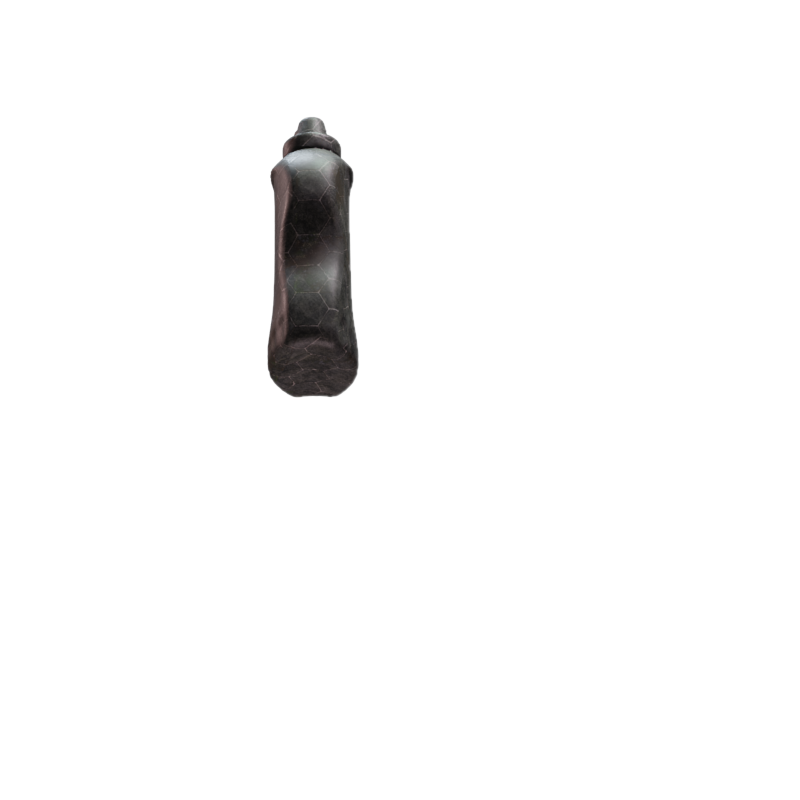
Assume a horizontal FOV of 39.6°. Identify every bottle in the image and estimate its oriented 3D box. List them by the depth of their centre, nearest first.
[{"bbox_3d":[-0.059,-0.106,0.742,0.058,0.203,0.090,-2,-26,0],"label":"bottle"}]
